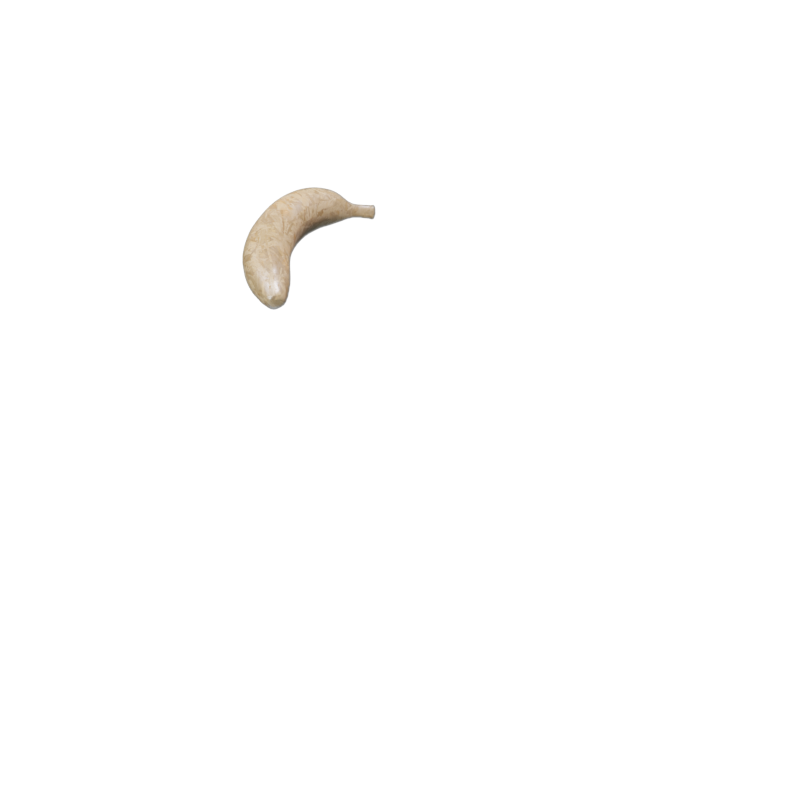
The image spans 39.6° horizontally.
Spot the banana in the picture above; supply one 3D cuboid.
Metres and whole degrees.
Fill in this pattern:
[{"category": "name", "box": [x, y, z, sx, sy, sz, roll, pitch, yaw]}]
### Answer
[{"category": "banana", "box": [-0.084, -0.130, 0.879, 0.072, 0.035, 0.203, 11, 33, 17]}]
